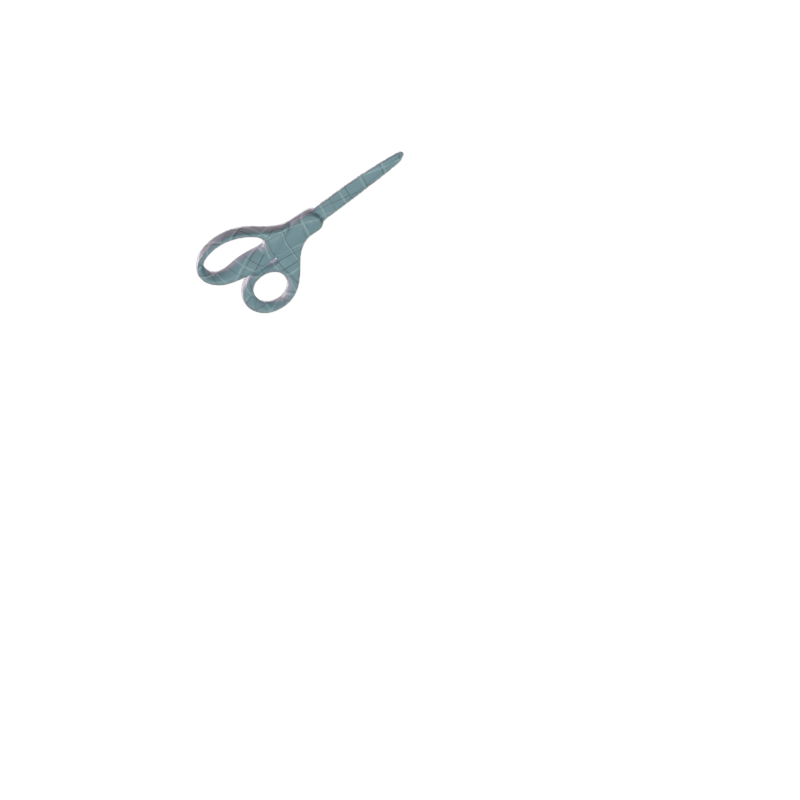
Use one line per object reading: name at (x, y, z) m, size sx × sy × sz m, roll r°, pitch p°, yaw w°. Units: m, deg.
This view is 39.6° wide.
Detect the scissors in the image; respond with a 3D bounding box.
scissors at (-0.072, -0.131, 0.914) m, size 0.203 × 0.089 × 0.017 m, roll -20°, pitch 37°, yaw 15°
